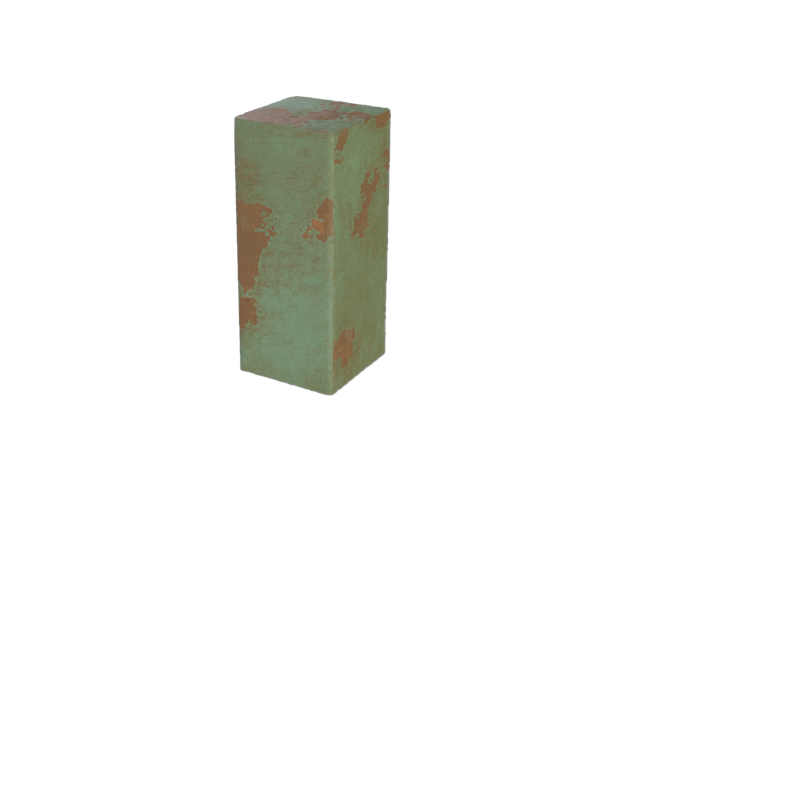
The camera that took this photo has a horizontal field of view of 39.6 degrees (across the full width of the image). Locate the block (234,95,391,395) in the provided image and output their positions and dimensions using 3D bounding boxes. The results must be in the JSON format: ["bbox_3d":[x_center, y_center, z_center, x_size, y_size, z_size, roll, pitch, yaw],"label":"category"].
[{"bbox_3d":[-0.068,-0.123,0.863,0.094,0.196,0.091,13,25,26],"label":"block"}]
